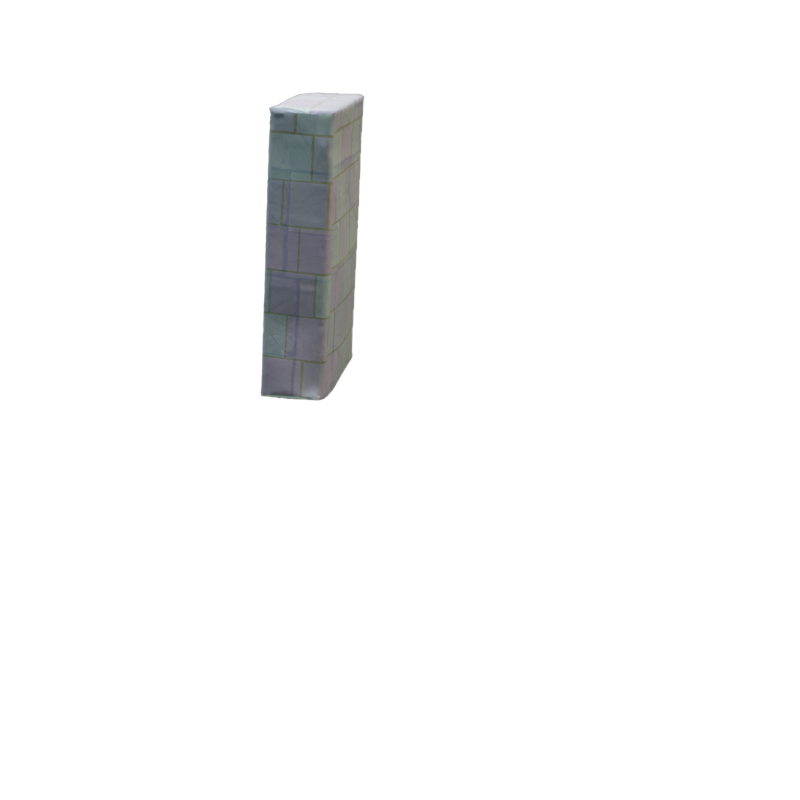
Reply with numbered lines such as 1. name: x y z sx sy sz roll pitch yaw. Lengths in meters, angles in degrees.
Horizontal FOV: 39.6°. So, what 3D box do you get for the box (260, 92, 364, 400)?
1. box: -0.054 -0.097 0.682 0.049 0.171 0.095 3 15 9
